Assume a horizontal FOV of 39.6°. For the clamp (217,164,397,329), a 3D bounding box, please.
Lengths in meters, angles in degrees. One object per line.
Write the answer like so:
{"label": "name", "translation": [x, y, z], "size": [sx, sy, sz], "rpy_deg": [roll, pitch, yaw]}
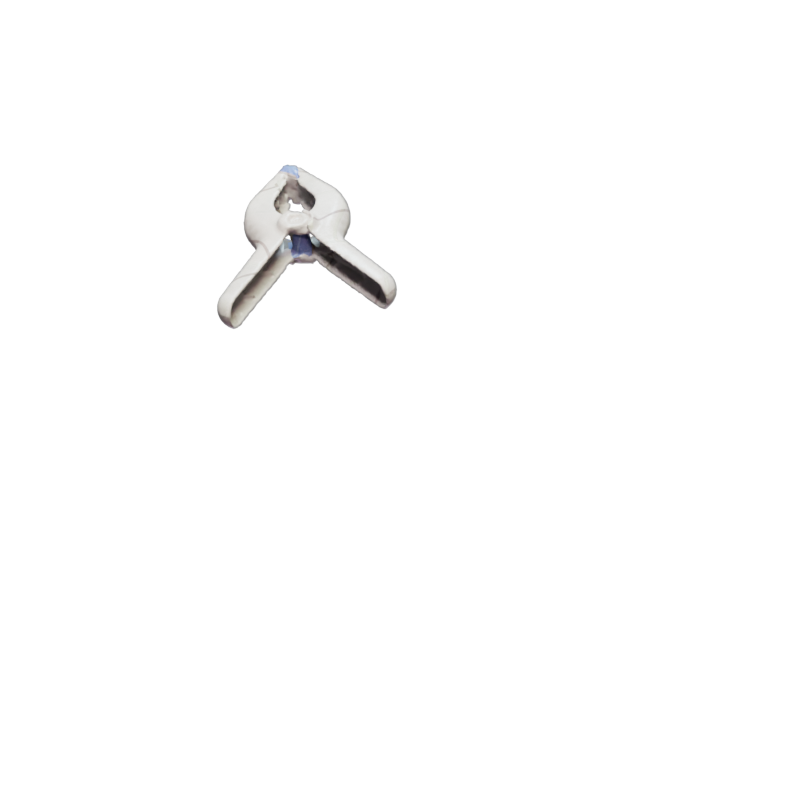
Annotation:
{"label": "clamp", "translation": [-0.063, -0.114, 0.798], "size": [0.120, 0.036, 0.183], "rpy_deg": [1, 44, 1]}
